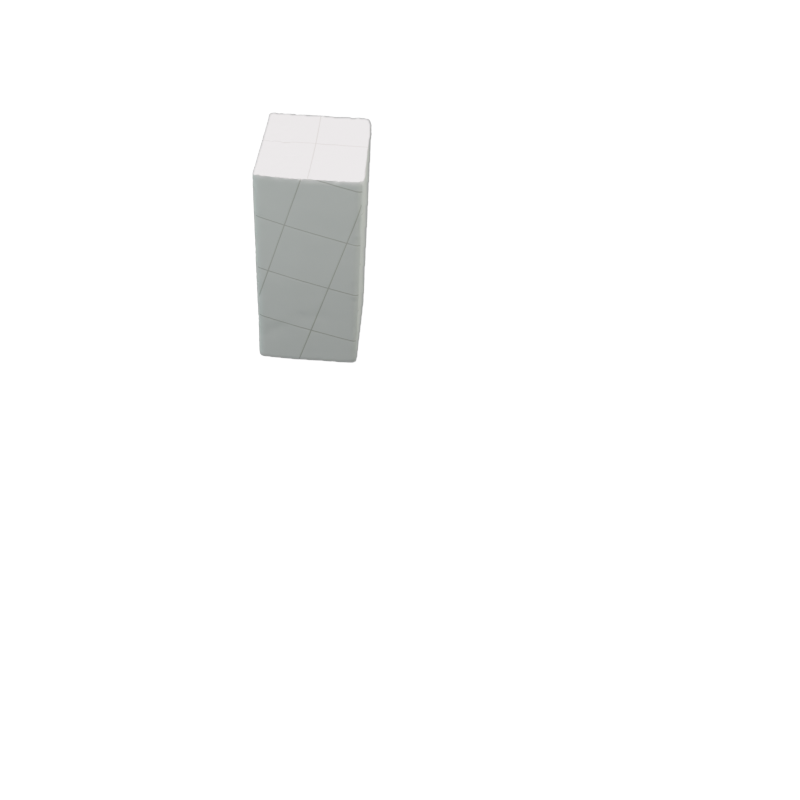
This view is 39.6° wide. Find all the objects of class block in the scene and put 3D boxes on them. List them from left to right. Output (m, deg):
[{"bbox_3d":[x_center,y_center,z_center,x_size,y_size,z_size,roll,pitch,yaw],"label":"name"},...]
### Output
[{"bbox_3d":[-0.075,-0.138,0.968,0.091,0.192,0.097,5,44,2],"label":"block"}]
